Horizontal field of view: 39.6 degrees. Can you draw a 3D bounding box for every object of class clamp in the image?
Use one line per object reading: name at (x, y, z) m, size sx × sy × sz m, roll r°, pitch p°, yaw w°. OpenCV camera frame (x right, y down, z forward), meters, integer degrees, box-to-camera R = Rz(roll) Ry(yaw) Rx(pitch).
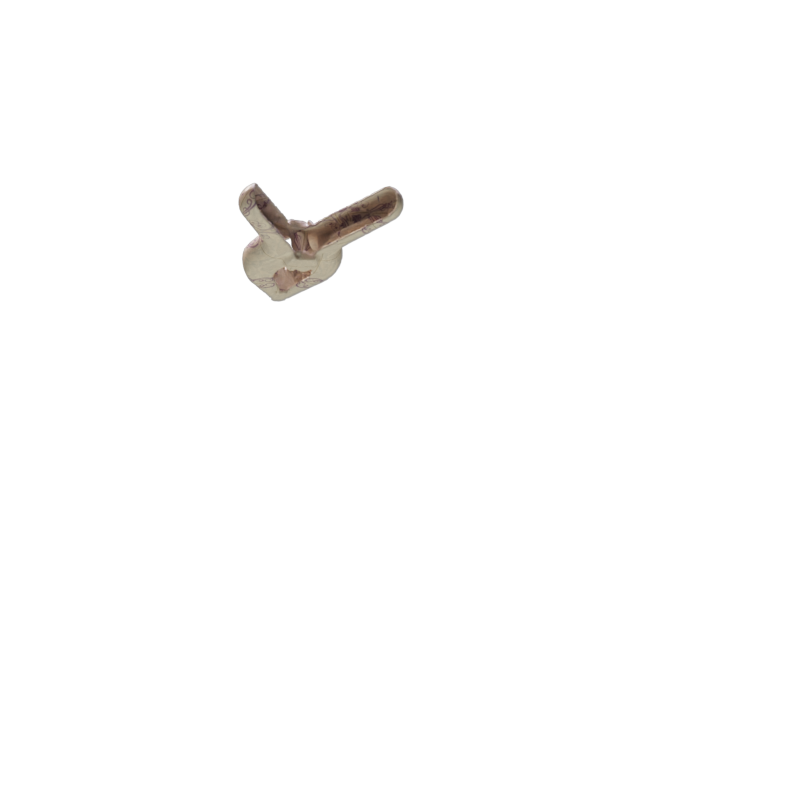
clamp at (-0.067, -0.122, 0.852) m, size 0.119 × 0.041 × 0.166 m, roll 2°, pitch -16°, yaw -8°
